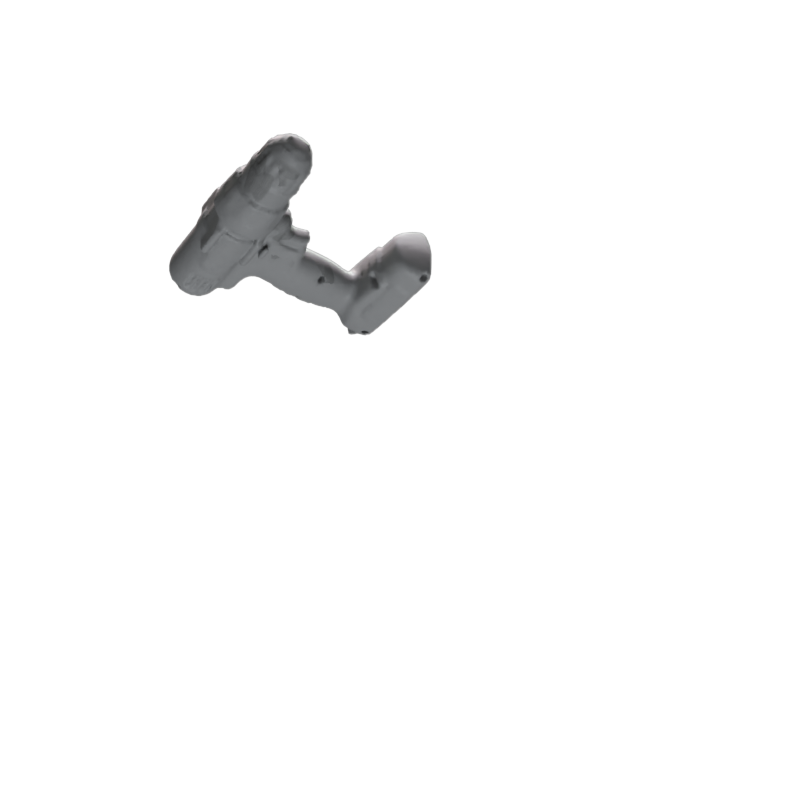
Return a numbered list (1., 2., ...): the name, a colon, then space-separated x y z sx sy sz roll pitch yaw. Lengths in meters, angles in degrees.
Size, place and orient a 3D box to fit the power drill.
1. power drill: -0.070 -0.128 0.895 0.179 0.061 0.181 20 -39 -27
